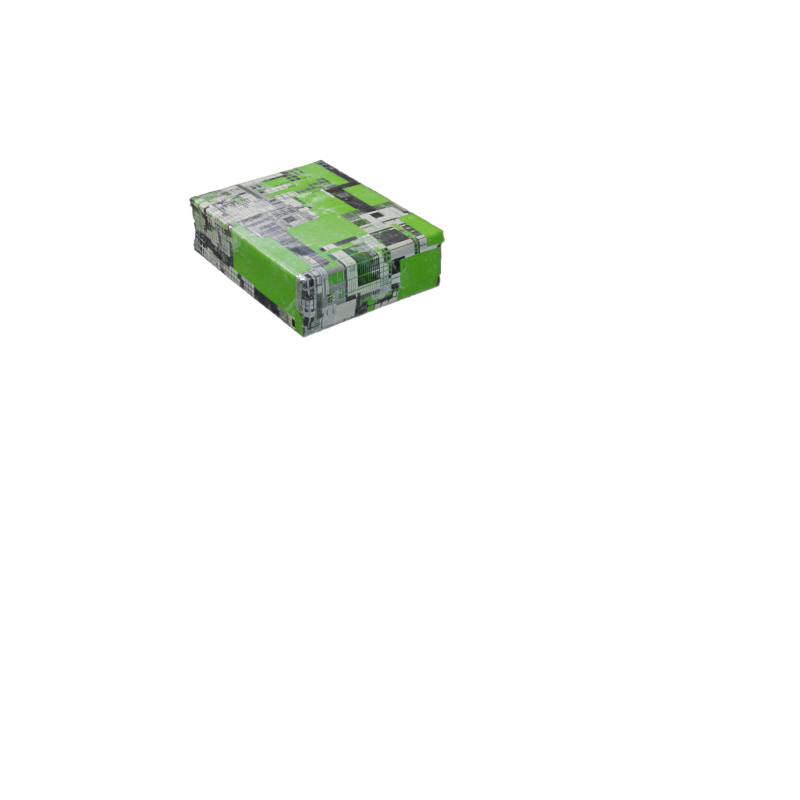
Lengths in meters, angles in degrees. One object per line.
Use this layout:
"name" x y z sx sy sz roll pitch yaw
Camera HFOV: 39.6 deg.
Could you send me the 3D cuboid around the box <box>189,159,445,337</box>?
"box" -0.046 -0.085 0.593 0.089 0.037 0.122 -21 38 -31
